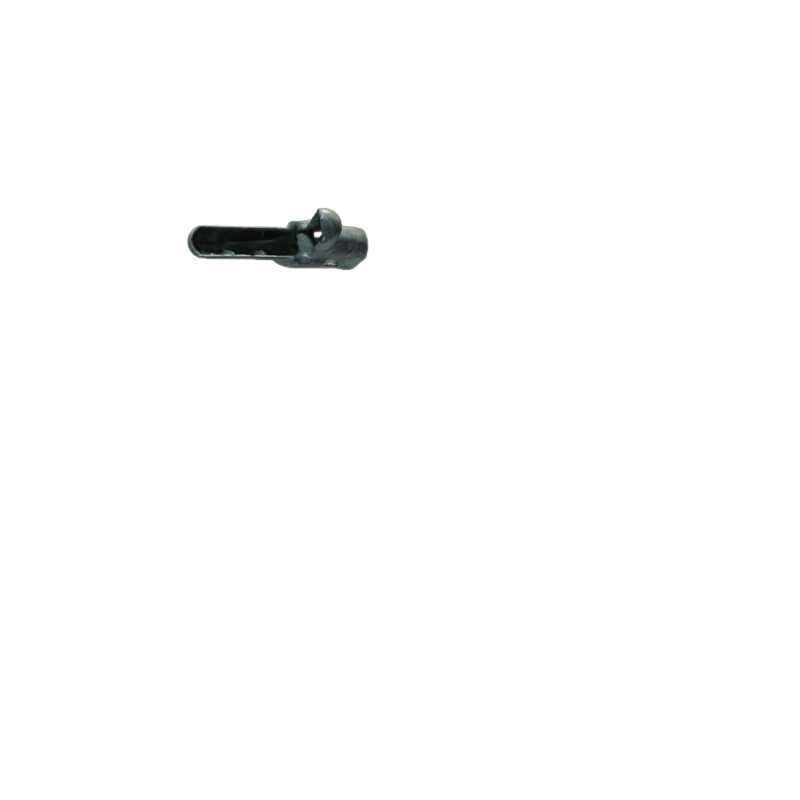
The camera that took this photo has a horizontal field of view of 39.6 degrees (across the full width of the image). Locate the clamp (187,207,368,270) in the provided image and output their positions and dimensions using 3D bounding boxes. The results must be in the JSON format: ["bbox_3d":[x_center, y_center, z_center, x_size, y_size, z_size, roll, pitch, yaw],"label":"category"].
[{"bbox_3d":[-0.067,-0.121,0.850,0.124,0.039,0.166,3,5,32],"label":"clamp"}]
